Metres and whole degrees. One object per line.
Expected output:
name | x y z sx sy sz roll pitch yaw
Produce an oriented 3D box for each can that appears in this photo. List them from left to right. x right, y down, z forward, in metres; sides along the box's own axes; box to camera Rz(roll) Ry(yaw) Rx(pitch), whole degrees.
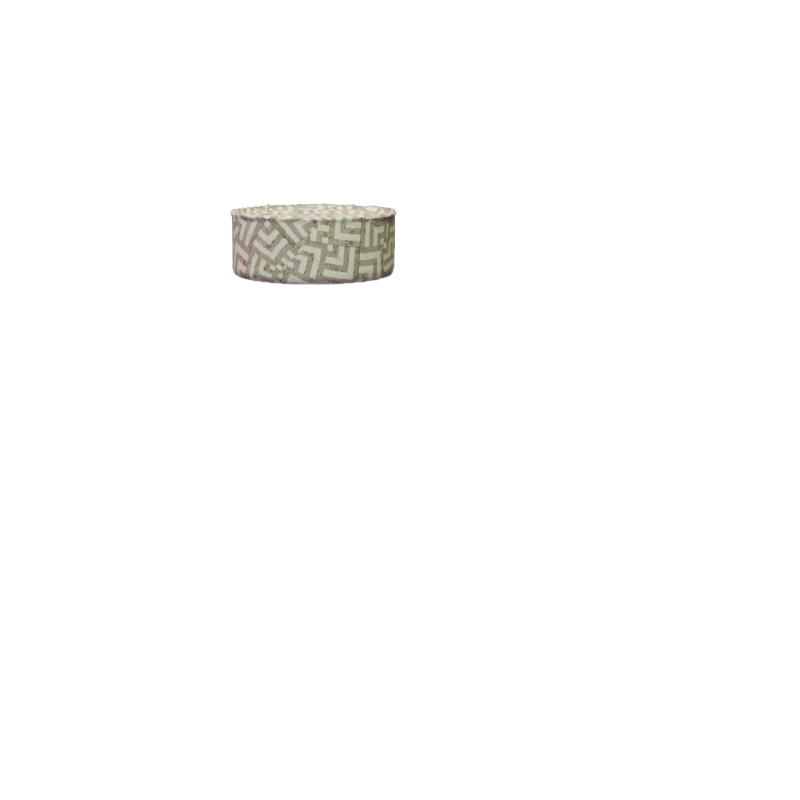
can | -0.045 -0.082 0.575 0.086 0.033 0.088 0 13 -2
